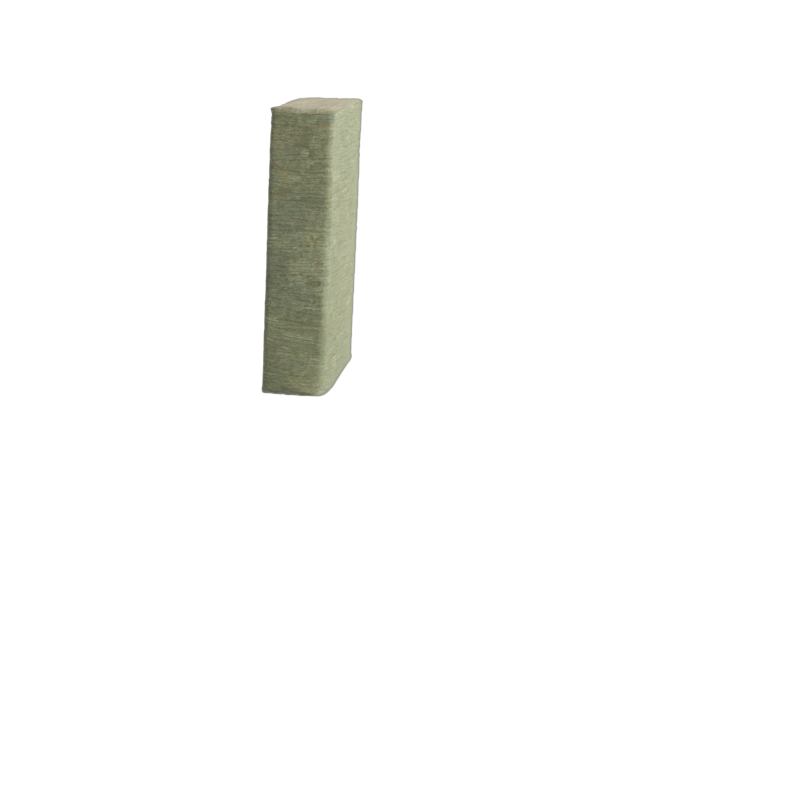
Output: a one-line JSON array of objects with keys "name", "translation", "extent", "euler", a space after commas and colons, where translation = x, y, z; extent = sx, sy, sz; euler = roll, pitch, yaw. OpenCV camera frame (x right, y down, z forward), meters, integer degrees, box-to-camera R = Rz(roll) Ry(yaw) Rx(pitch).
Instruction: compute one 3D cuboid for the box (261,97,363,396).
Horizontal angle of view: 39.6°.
[{"name": "box", "translation": [-0.055, -0.099, 0.696], "extent": [0.049, 0.171, 0.095], "euler": [3, 13, 9]}]
